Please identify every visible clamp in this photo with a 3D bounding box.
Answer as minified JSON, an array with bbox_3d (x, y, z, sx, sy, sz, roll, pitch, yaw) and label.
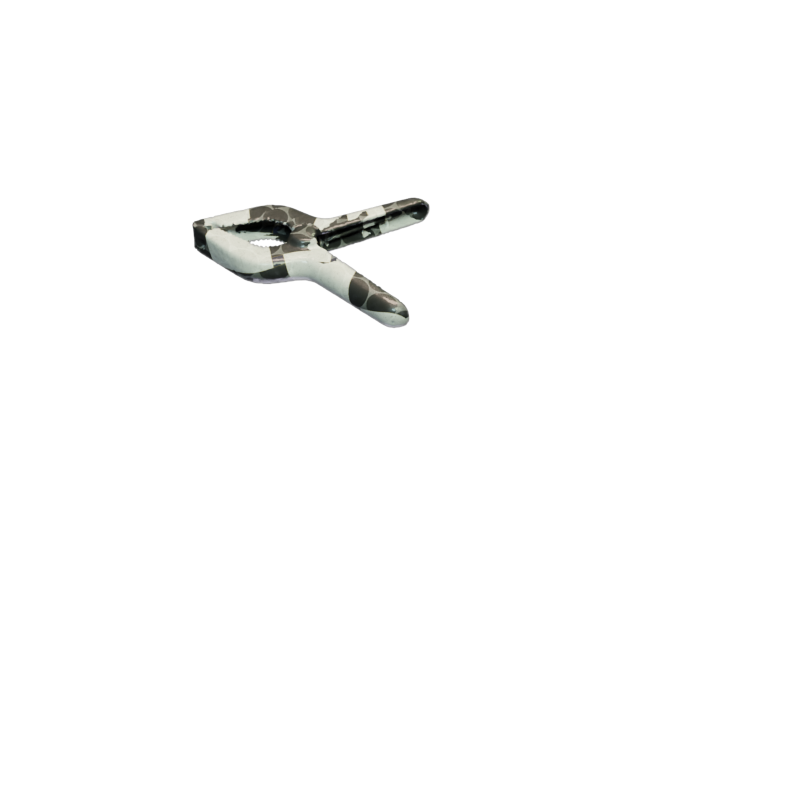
[{"bbox_3d":[-0.076,-0.140,0.977,0.215,0.034,0.172,11,43,12],"label":"clamp"}]
